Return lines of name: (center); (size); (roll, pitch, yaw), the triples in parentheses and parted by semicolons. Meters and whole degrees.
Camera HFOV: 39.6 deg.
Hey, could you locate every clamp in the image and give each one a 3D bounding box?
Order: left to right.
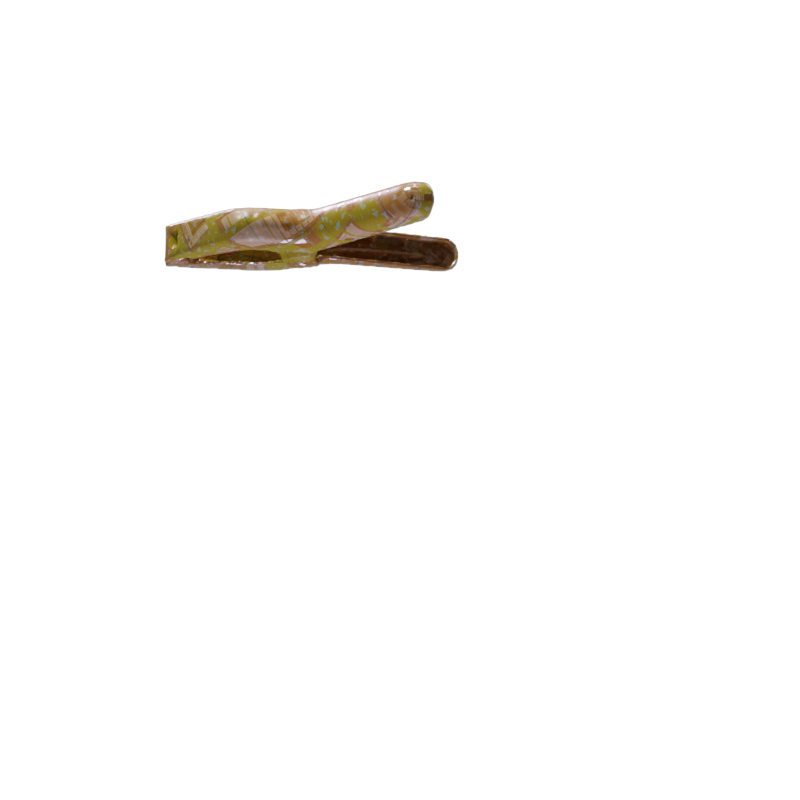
clamp: (-0.061, -0.112, 0.783); (0.214, 0.037, 0.157); (-3, -8, 18)
